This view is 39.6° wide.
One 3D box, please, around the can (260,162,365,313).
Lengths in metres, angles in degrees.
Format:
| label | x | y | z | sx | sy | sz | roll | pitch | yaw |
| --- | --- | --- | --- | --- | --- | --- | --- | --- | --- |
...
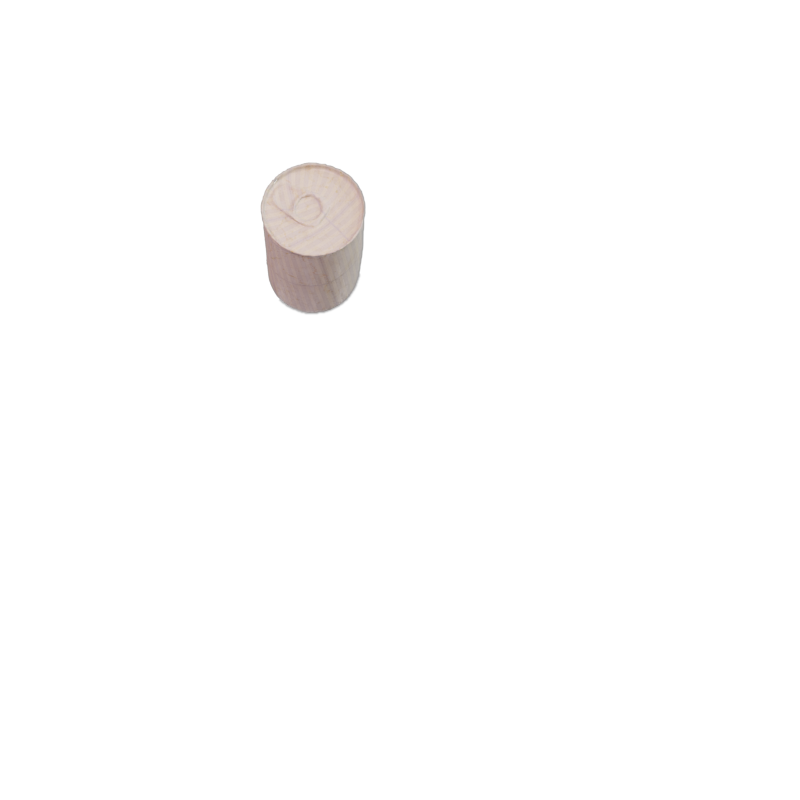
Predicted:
| label | x | y | z | sx | sy | sz | roll | pitch | yaw |
| --- | --- | --- | --- | --- | --- | --- | --- | --- | --- |
| can | -0.060 | -0.109 | 0.761 | 0.068 | 0.072 | 0.097 | 0 | -21 | -3 |
